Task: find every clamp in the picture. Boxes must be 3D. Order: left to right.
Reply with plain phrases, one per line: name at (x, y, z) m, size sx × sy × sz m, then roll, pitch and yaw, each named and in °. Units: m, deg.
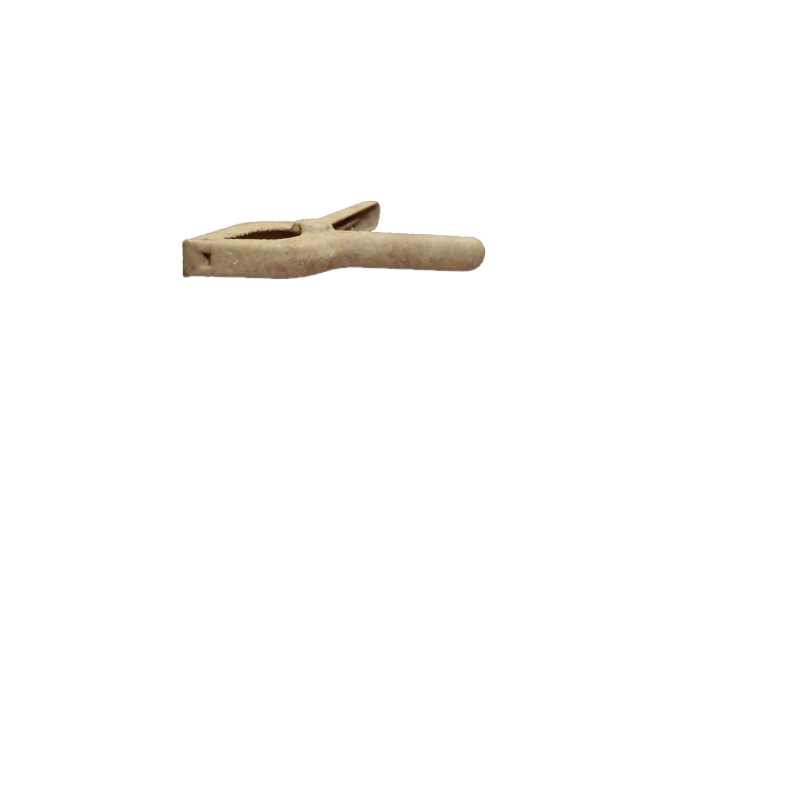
clamp at (-0.065, -0.119, 0.833) m, size 0.206 × 0.035 × 0.174 m, roll -8°, pitch 21°, yaw -20°
